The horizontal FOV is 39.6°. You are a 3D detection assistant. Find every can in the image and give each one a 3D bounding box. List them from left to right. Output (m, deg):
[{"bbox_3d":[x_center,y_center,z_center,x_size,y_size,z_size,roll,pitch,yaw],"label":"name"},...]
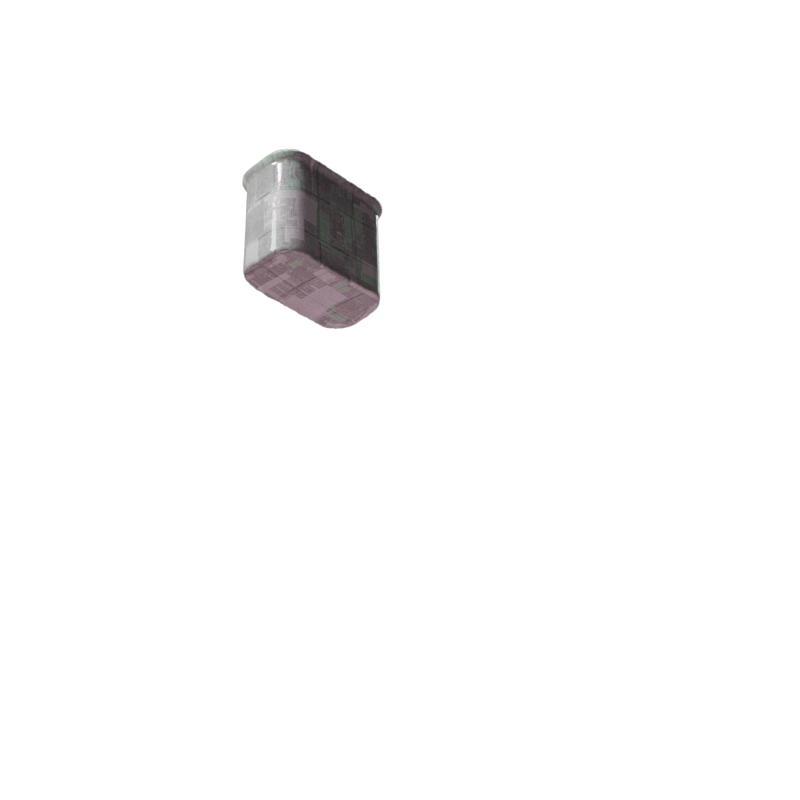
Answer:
[{"bbox_3d":[-0.059,-0.107,0.750,0.095,0.090,0.057,28,-45,-36],"label":"can"}]
